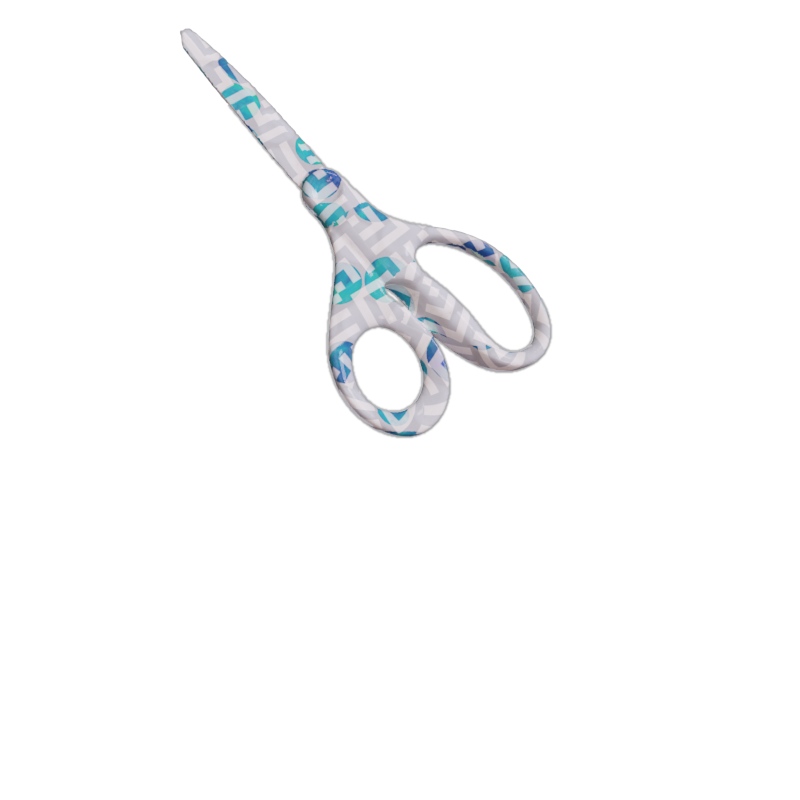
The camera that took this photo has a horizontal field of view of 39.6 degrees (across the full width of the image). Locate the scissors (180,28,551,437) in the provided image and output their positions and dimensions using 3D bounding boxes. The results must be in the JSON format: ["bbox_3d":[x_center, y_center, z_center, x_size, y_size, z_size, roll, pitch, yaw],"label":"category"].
[{"bbox_3d":[-0.035,-0.064,0.450,0.206,0.098,0.015,34,-13,9],"label":"scissors"}]
